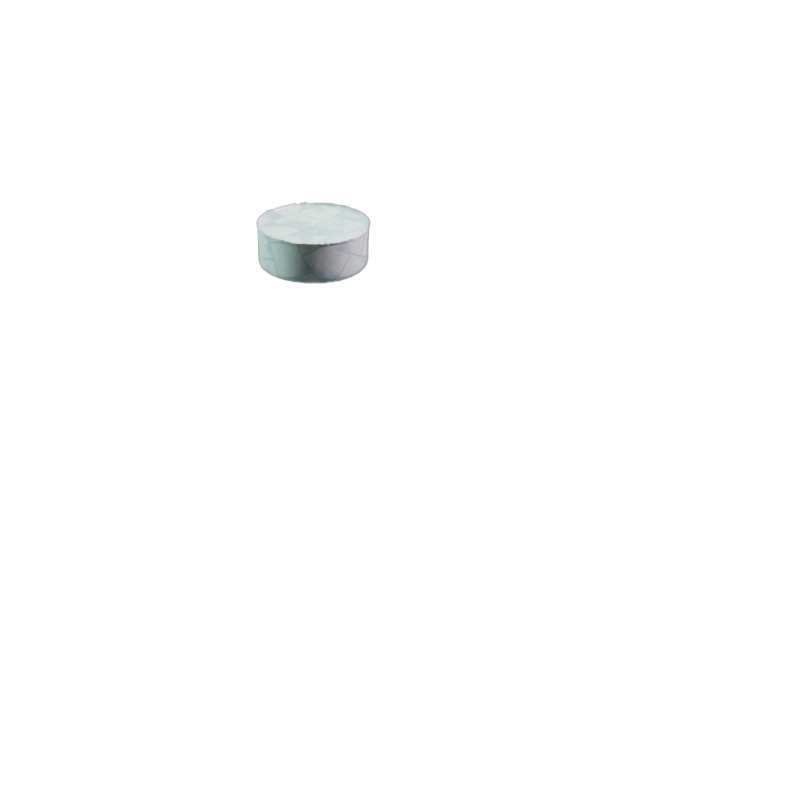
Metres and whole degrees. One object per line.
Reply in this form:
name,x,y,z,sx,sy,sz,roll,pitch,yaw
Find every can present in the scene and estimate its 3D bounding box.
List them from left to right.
can,-0.066,-0.120,0.841,0.086,0.032,0.091,-1,28,-2
